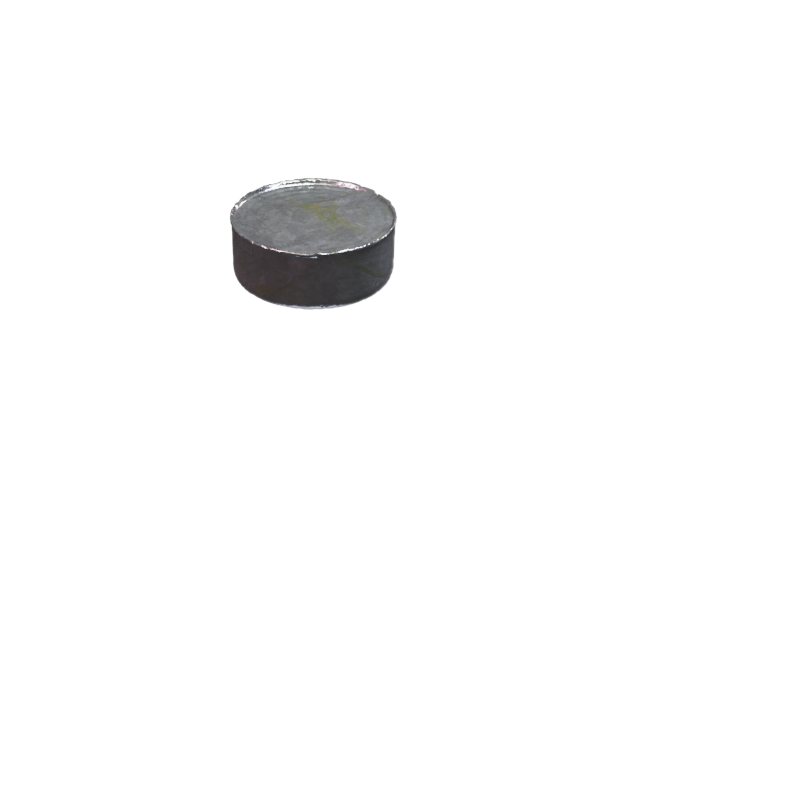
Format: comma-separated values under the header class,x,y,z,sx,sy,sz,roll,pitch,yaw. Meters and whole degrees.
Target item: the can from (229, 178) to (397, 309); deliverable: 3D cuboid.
class,x,y,z,sx,sy,sz,roll,pitch,yaw
can,-0.045,-0.082,0.577,0.086,0.031,0.092,-1,34,-2
